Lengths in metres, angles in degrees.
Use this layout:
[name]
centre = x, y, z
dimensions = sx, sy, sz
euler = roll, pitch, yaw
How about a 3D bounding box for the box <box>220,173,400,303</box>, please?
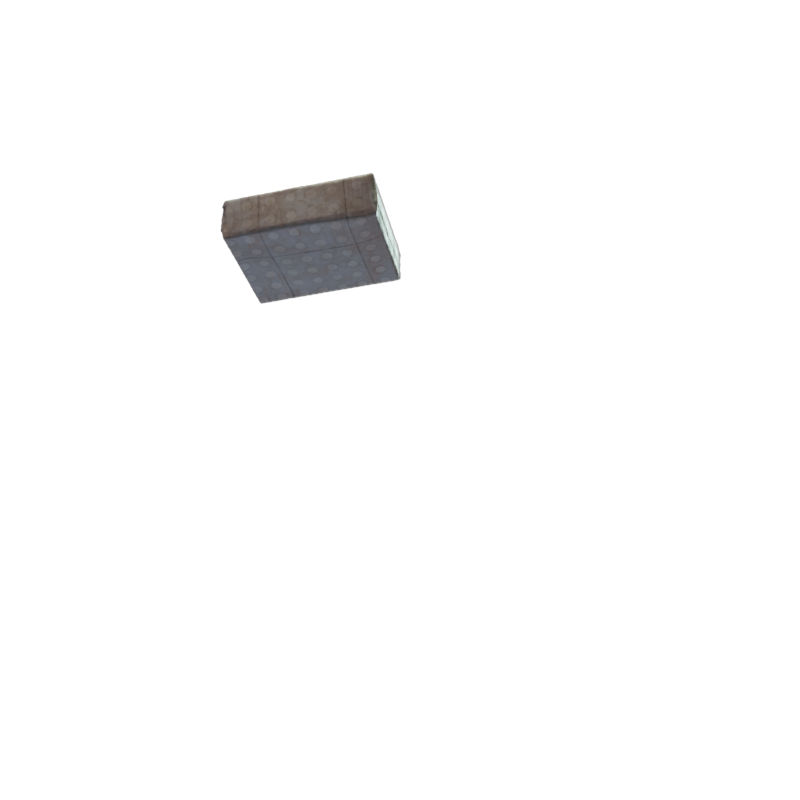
[box]
centre = -0.063, -0.115, 0.804
dimensions = 0.115, 0.041, 0.083
euler = -7, -30, 11
